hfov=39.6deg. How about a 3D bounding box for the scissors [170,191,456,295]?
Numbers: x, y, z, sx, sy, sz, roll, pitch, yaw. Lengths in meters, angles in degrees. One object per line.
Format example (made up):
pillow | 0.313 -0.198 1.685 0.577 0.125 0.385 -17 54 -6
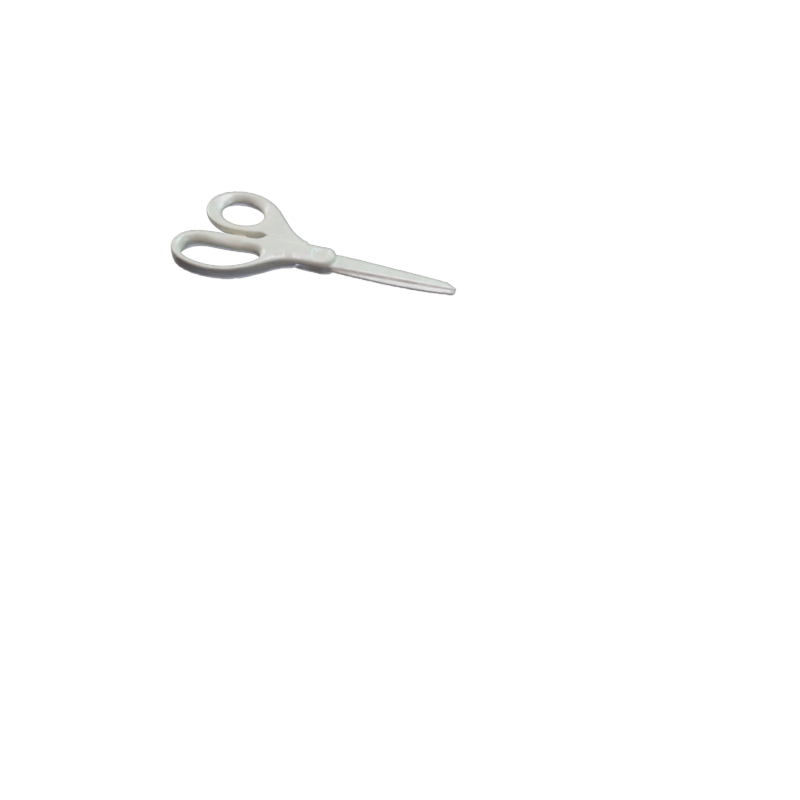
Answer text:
scissors | -0.063 -0.114 0.799 0.202 0.103 0.015 2 -44 2
